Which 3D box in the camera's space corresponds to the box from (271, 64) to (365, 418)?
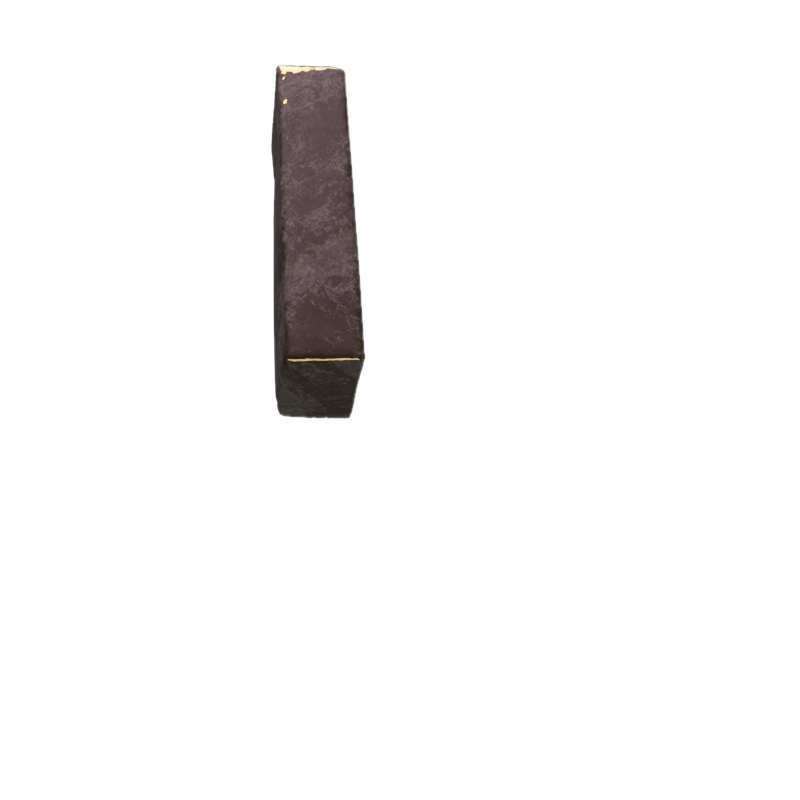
[{"bbox_3d":[-0.048,-0.087,0.612,0.048,0.186,0.089,1,-25,-7],"label":"box"}]
